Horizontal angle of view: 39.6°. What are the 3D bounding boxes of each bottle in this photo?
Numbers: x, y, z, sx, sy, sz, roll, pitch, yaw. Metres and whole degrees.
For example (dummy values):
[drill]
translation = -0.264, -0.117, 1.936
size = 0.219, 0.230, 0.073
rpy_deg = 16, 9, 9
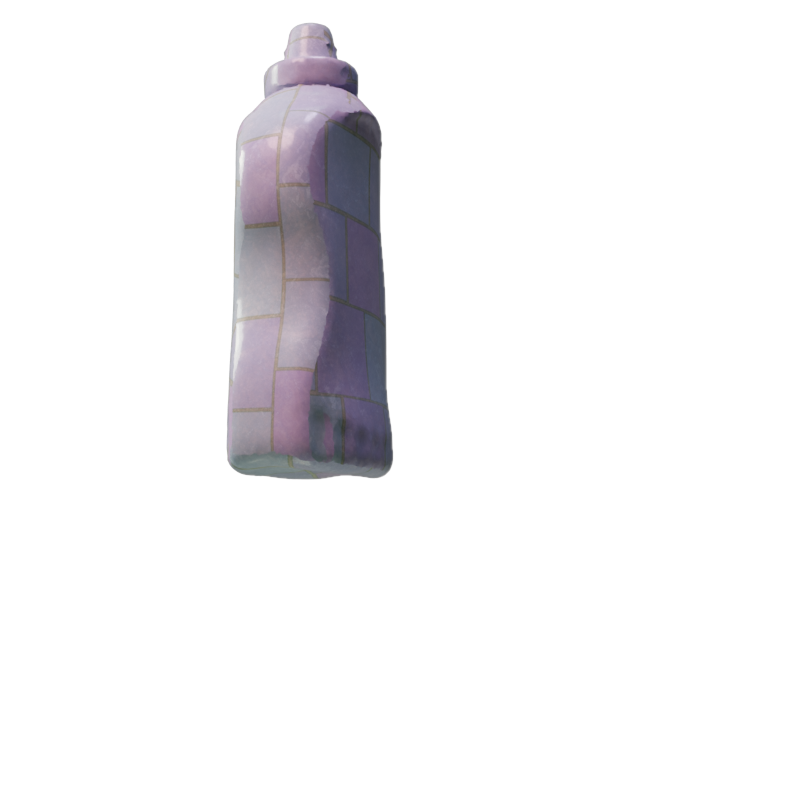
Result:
[bottle]
translation = -0.037, -0.066, 0.462
size = 0.060, 0.198, 0.091
rpy_deg = -6, -13, 20
